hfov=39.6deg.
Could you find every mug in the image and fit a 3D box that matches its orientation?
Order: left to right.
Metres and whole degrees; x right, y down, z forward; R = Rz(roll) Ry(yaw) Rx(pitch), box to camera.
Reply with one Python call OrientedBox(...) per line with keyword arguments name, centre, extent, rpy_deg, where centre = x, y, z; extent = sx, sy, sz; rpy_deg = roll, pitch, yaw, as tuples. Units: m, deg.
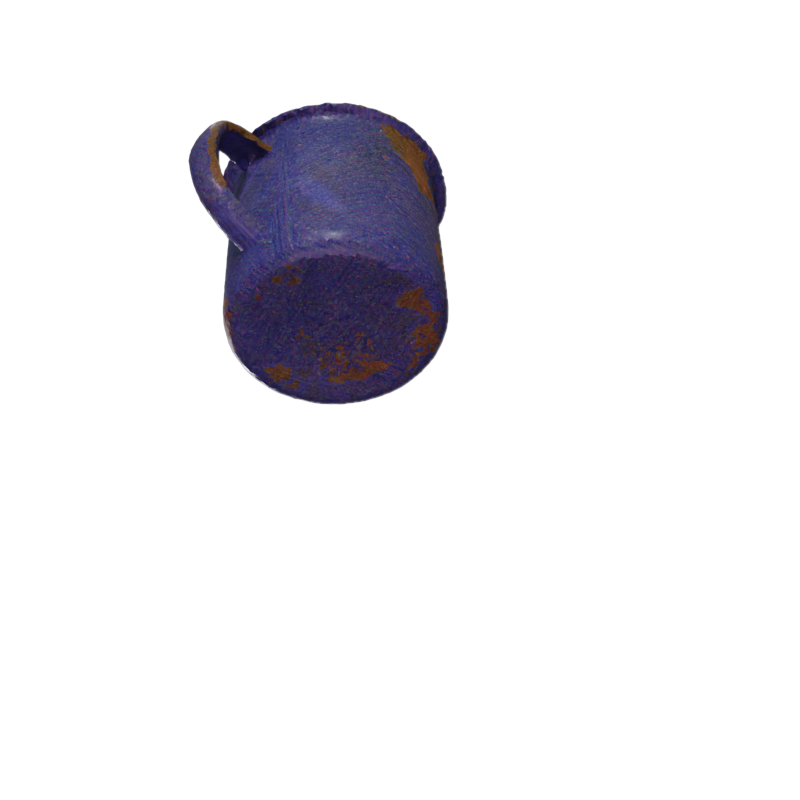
OrientedBox(name="mug", centre=(-0.033, -0.060, 0.419), extent=(0.093, 0.087, 0.110), rpy_deg=(-34, -56, 25))
